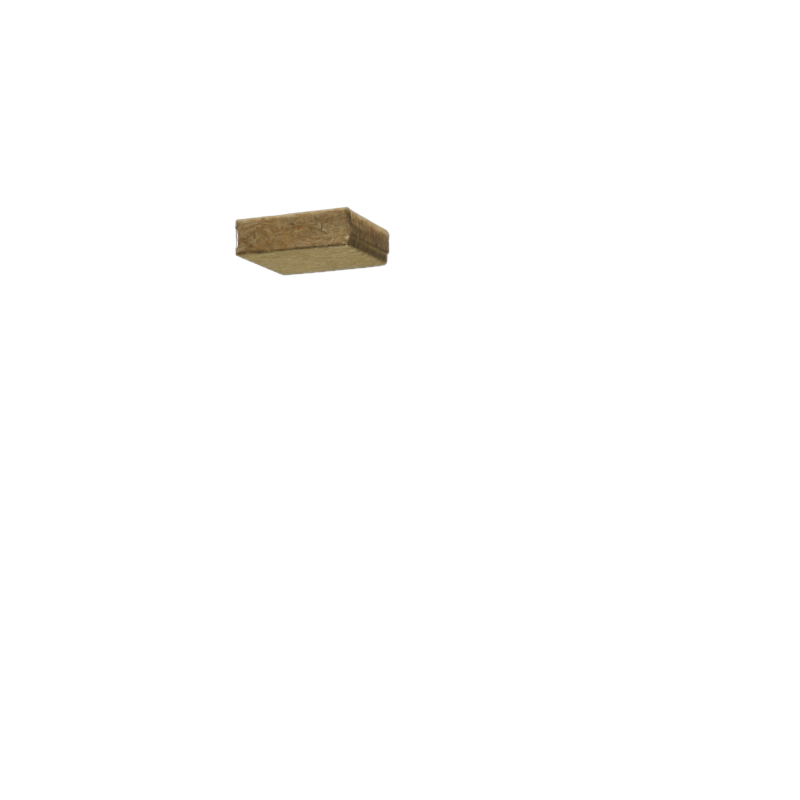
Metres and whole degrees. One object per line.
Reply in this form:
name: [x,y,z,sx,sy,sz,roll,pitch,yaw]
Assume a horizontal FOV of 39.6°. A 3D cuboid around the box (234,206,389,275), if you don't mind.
box: [-0.062,-0.113,0.788,0.091,0.031,0.070,-3,-7,24]
